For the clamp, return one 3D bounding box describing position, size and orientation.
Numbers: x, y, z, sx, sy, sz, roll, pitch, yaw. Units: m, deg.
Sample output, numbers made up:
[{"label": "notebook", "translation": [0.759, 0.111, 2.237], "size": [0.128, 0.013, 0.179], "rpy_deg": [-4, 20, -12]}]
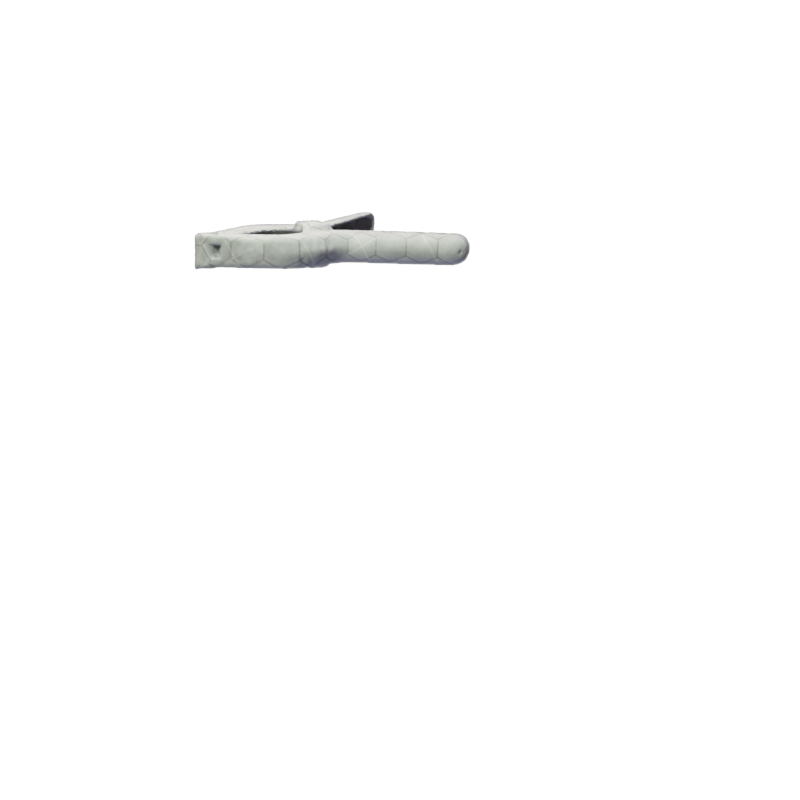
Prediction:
[{"label": "clamp", "translation": [-0.072, -0.130, 0.914], "size": [0.205, 0.035, 0.173], "rpy_deg": [-6, 17, -21]}]
